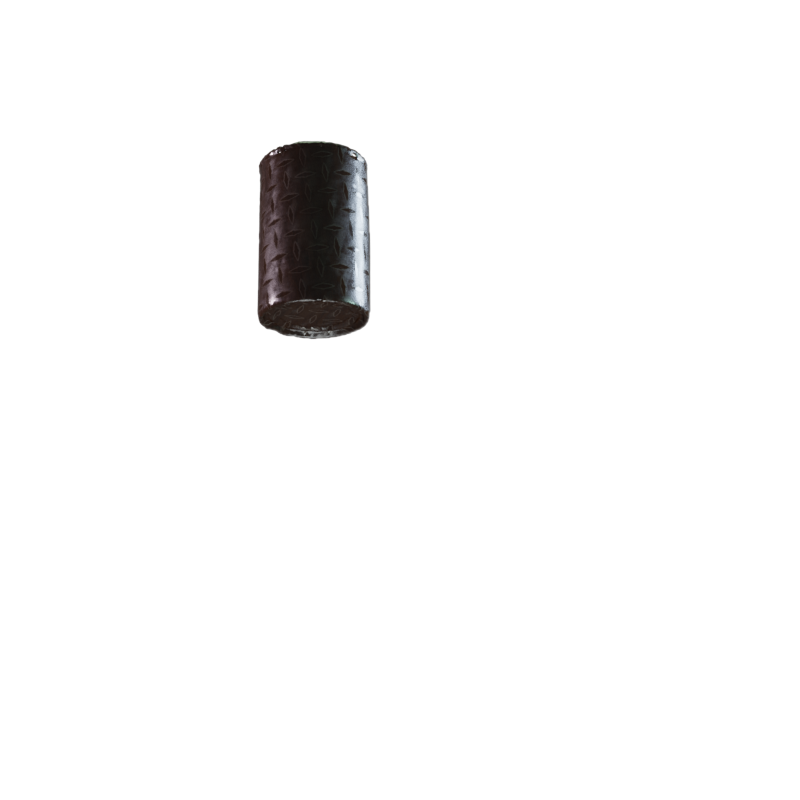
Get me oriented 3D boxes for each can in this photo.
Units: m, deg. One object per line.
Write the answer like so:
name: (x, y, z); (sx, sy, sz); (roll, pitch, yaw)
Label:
can: (-0.052, -0.096, 0.670); (0.068, 0.108, 0.065); (0, -22, -2)
